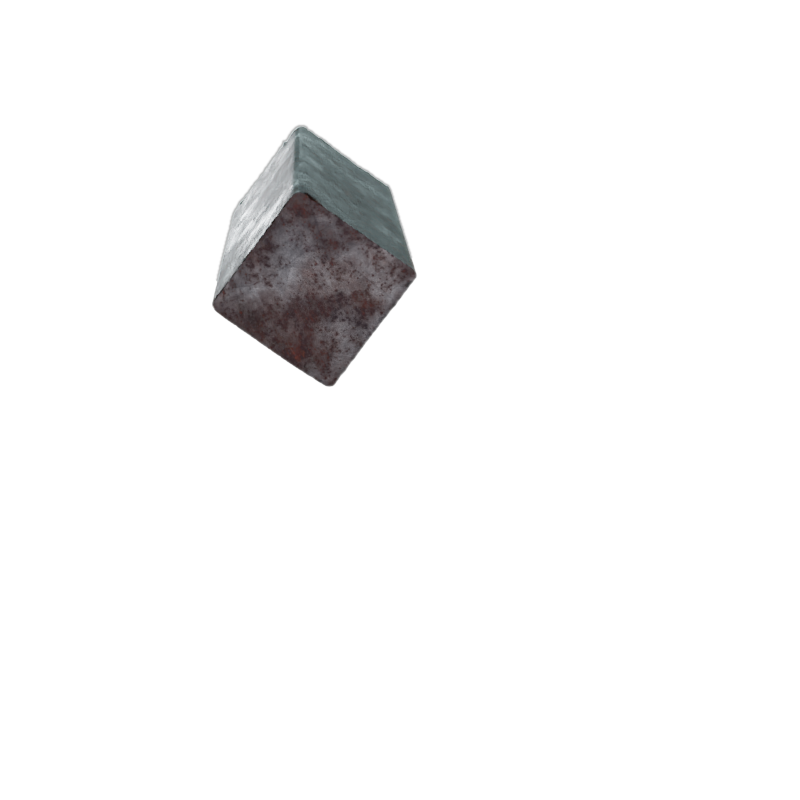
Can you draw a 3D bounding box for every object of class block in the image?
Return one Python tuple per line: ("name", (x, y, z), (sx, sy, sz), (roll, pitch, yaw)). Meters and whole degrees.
("block", (-0.059, -0.106, 0.740), (0.087, 0.089, 0.216), (34, 17, -16))
